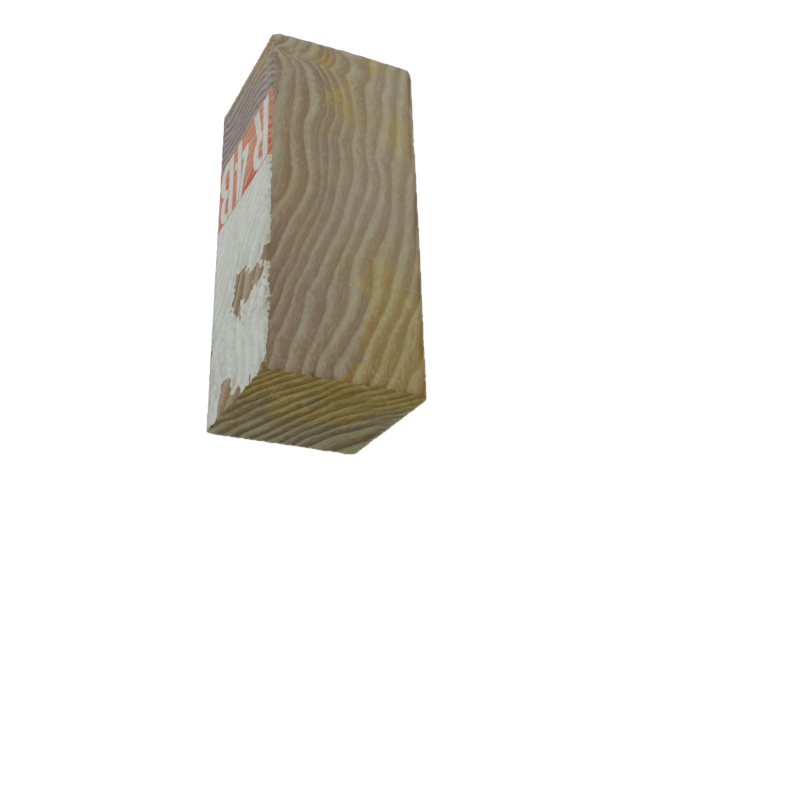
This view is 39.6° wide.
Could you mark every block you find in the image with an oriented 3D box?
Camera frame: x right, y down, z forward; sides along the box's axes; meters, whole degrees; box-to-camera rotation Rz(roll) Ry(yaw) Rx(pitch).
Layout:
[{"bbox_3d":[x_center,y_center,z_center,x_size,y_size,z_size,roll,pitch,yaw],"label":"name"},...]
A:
[{"bbox_3d":[-0.048,-0.088,0.616,0.087,0.219,0.088,11,-31,-23],"label":"block"}]
